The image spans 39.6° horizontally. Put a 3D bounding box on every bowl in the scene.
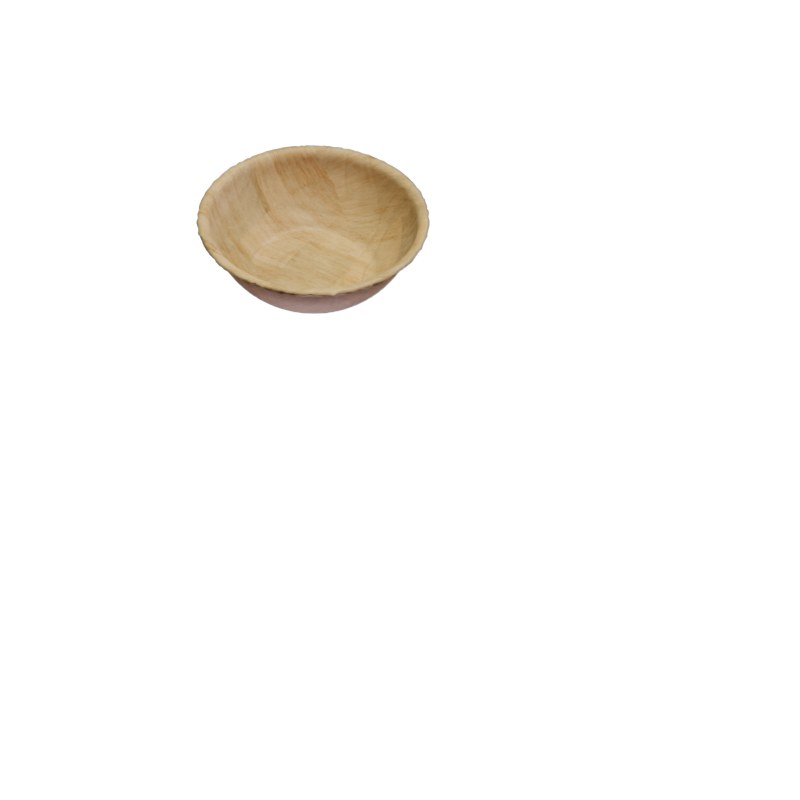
[{"bbox_3d":[-0.062,-0.112,0.788,0.162,0.174,0.051,-1,-44,-1],"label":"bowl"}]
